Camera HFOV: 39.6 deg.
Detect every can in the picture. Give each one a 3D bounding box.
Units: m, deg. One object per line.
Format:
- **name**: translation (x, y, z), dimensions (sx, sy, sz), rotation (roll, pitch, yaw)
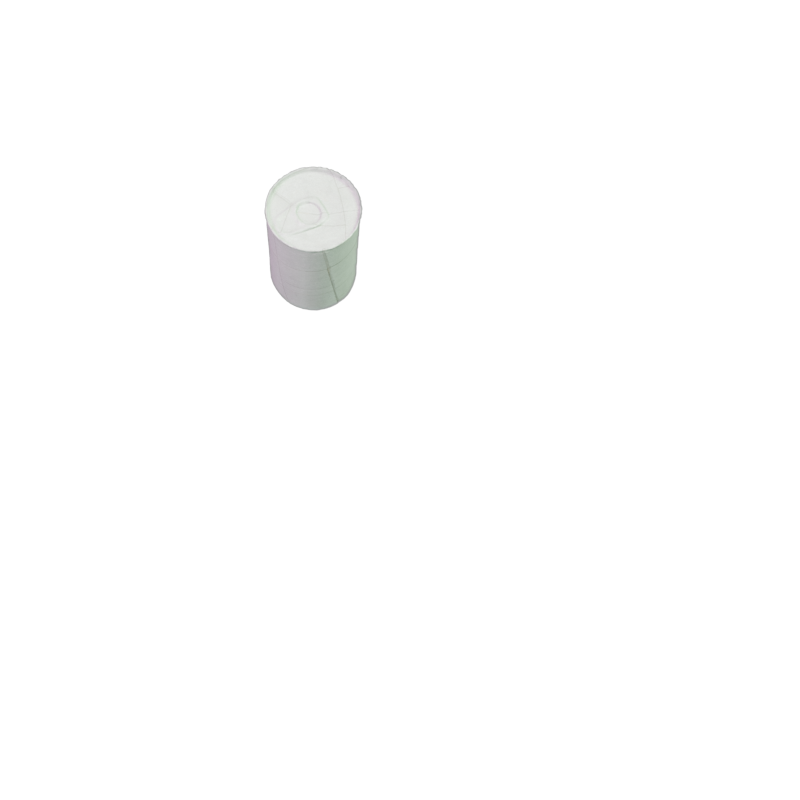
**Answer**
- **can**: translation (-0.064, -0.116, 0.814), dimensions (0.068, 0.072, 0.097), rotation (0, -23, -3)
